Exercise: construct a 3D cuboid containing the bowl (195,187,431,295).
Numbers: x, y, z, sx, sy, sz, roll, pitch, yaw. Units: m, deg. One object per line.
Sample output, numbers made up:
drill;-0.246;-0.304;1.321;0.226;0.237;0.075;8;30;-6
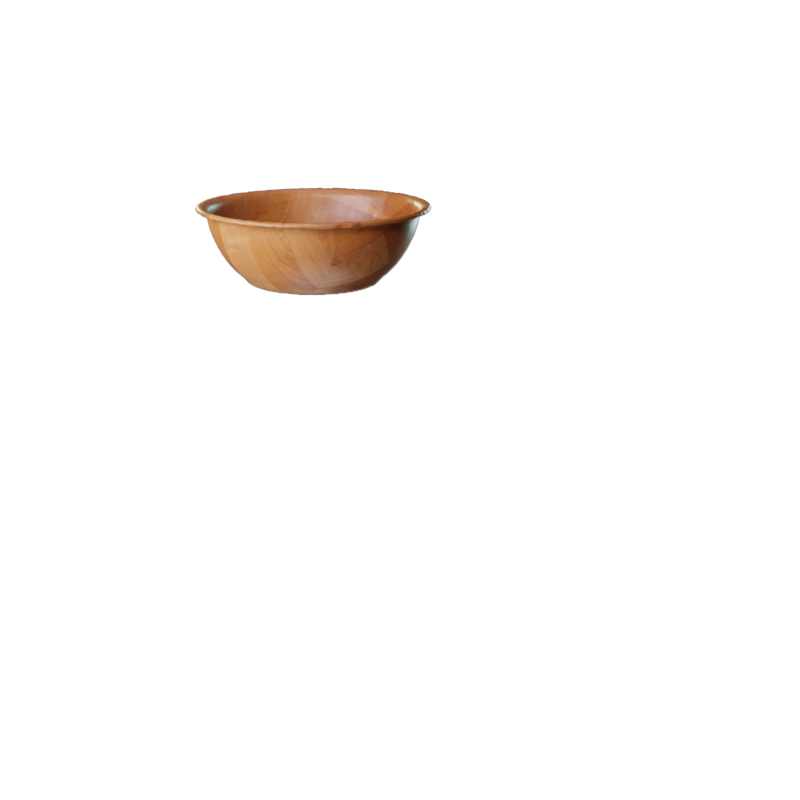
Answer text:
bowl;-0.060;-0.109;0.765;0.162;0.053;0.168;-1;18;-2
